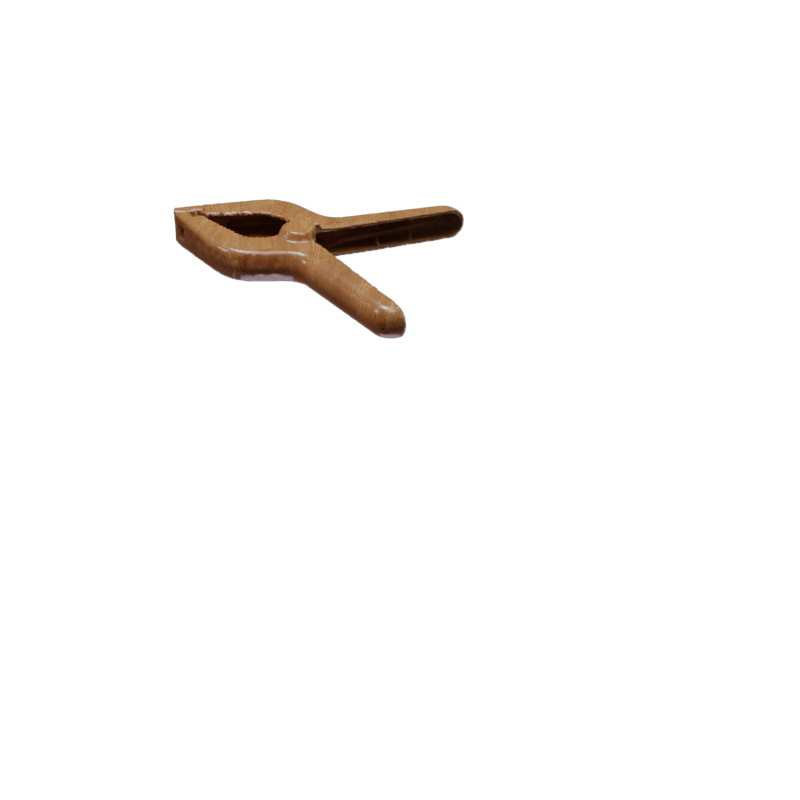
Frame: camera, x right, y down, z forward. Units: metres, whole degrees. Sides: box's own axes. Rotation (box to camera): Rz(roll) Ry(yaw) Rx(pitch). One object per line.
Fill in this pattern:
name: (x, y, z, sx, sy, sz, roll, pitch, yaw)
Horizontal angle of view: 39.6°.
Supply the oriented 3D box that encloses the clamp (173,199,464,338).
clamp: (-0.063, -0.115, 0.807, 0.218, 0.034, 0.168, 15, 37, 22)
